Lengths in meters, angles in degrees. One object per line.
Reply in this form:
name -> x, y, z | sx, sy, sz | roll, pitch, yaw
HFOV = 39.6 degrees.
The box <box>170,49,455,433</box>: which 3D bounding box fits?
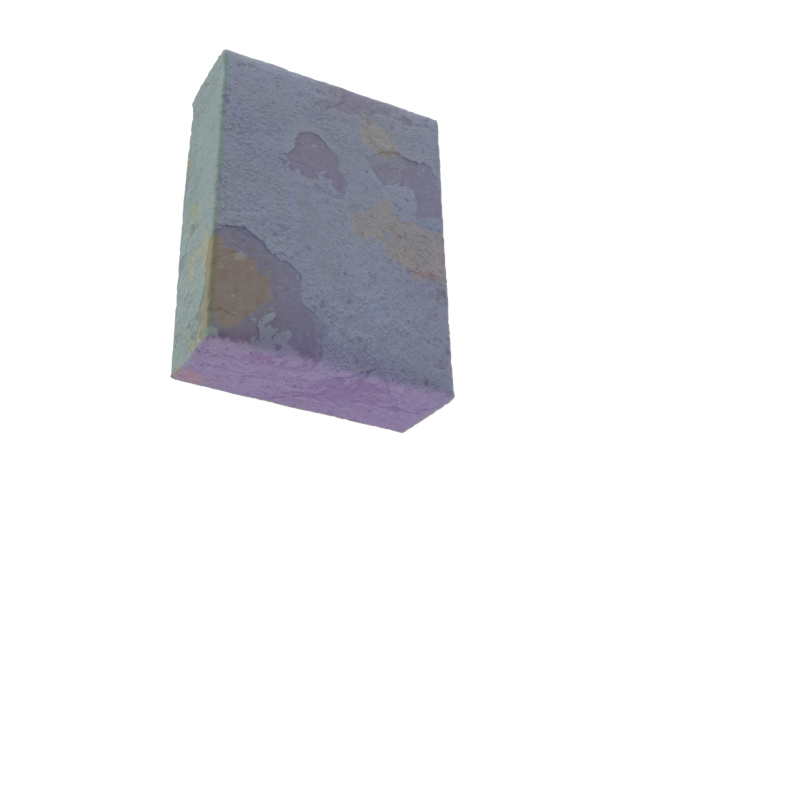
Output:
box -> -0.056, -0.101, 0.710 | 0.157, 0.228, 0.070 | 13, -34, -24
